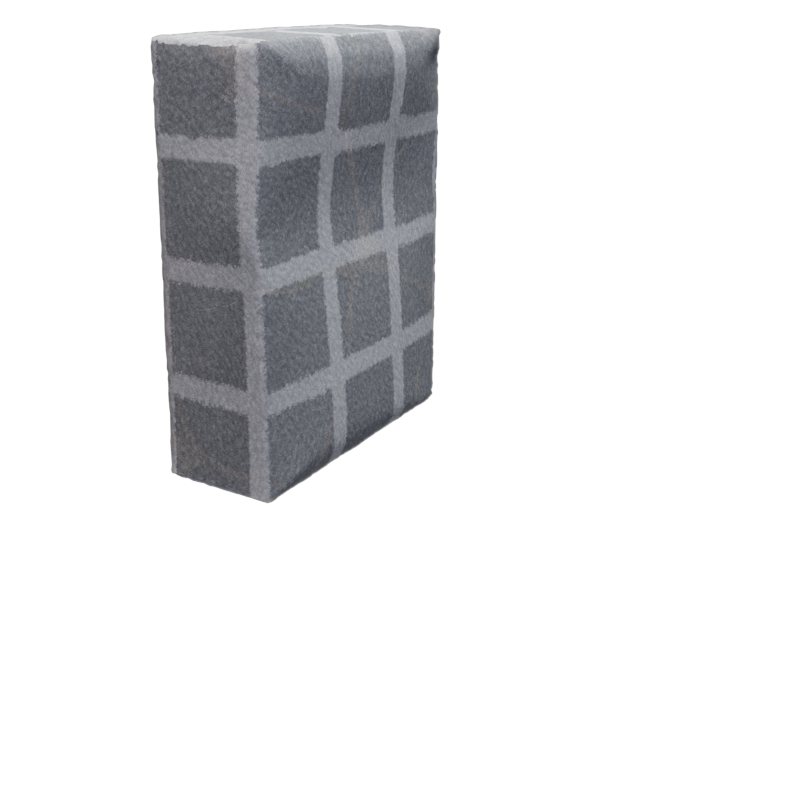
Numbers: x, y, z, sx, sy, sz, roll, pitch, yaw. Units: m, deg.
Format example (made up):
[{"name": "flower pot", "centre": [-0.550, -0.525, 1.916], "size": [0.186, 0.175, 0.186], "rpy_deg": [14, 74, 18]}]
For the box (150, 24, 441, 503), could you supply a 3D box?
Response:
[{"name": "box", "centre": [-0.044, -0.081, 0.567], "size": [0.075, 0.207, 0.163], "rpy_deg": [10, 19, 30]}]
